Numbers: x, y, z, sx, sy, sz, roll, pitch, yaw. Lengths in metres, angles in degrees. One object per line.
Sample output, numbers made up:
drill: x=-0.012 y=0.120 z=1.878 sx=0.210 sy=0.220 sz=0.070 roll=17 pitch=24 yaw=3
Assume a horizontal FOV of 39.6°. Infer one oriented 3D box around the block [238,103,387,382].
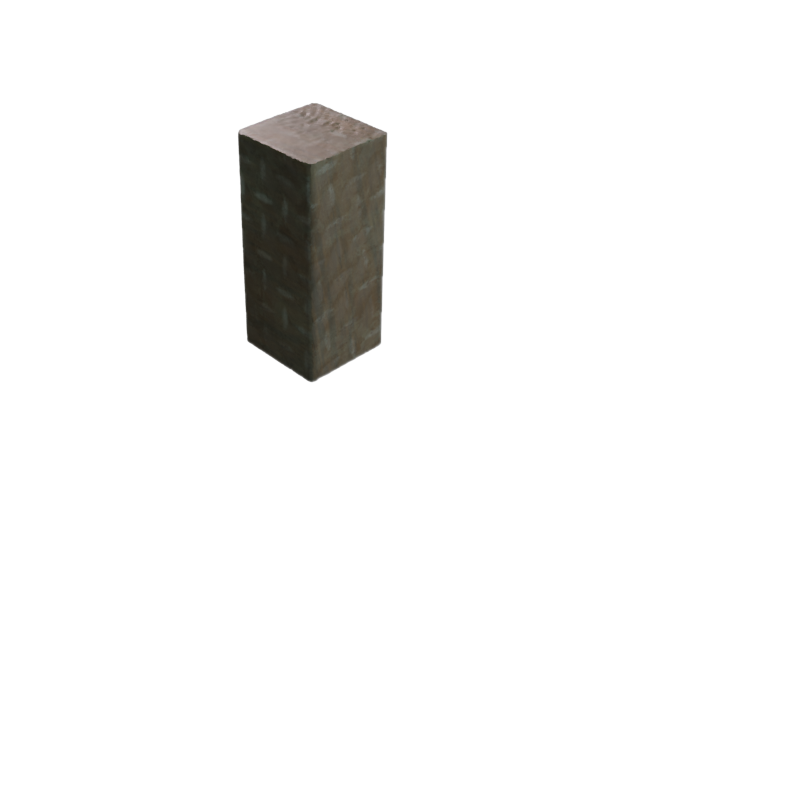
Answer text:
block: x=-0.074 y=-0.135 z=0.943 sx=0.090 sy=0.193 sz=0.097 roll=-27 pitch=43 yaw=-37
